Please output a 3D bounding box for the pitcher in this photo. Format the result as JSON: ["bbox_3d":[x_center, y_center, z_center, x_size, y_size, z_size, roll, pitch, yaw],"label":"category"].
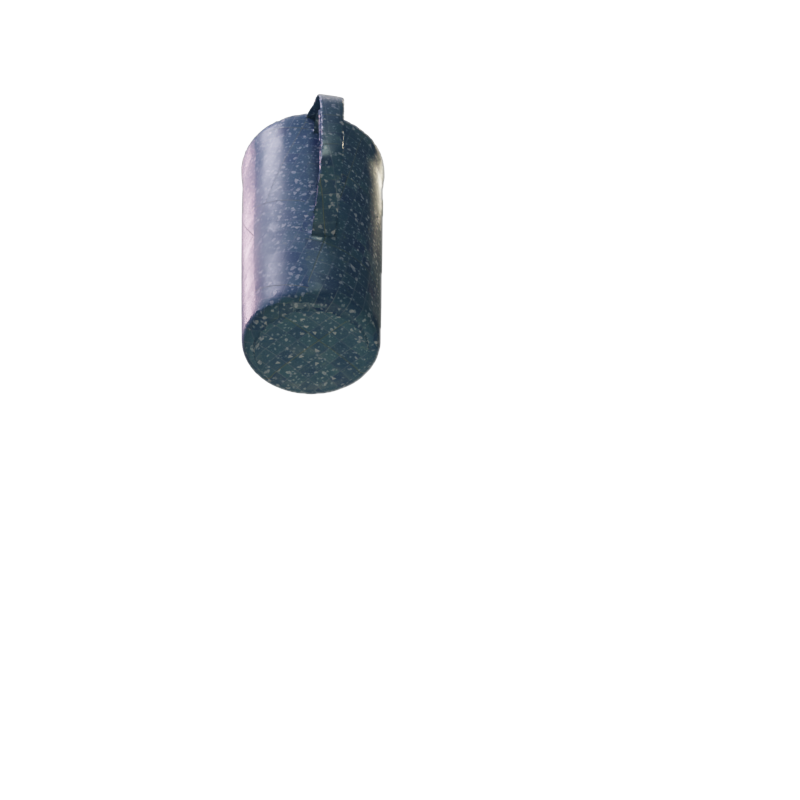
[{"bbox_3d":[-0.073,-0.134,0.936,0.145,0.261,0.139,-27,-51,20],"label":"pitcher"}]
